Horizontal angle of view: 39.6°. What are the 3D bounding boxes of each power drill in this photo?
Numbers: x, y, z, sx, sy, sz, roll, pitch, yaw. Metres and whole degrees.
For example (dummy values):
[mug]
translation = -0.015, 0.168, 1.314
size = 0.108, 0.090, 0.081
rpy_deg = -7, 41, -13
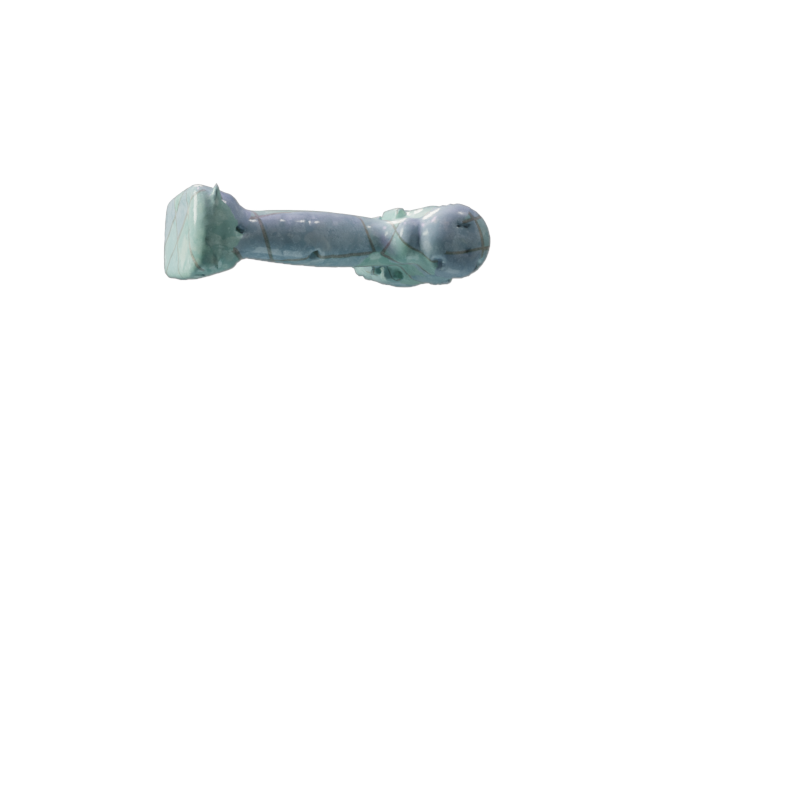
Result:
[power drill]
translation = -0.057, -0.104, 0.728
size = 0.183, 0.058, 0.188
rpy_deg = -1, 2, -18
